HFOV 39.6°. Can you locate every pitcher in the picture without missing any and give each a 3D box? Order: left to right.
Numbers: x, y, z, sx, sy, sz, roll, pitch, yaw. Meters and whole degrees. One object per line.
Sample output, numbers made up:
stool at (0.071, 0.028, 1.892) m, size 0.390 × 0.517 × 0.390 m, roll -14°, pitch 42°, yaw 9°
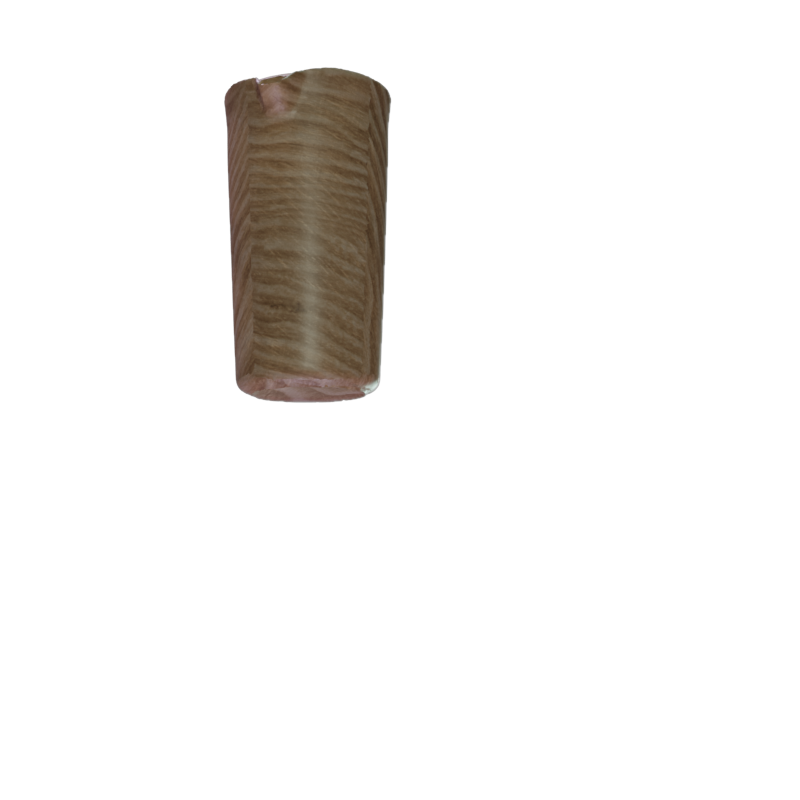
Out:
pitcher at (-0.068, -0.124, 0.866) m, size 0.143 × 0.252 × 0.146 m, roll 6°, pitch -15°, yaw -28°
